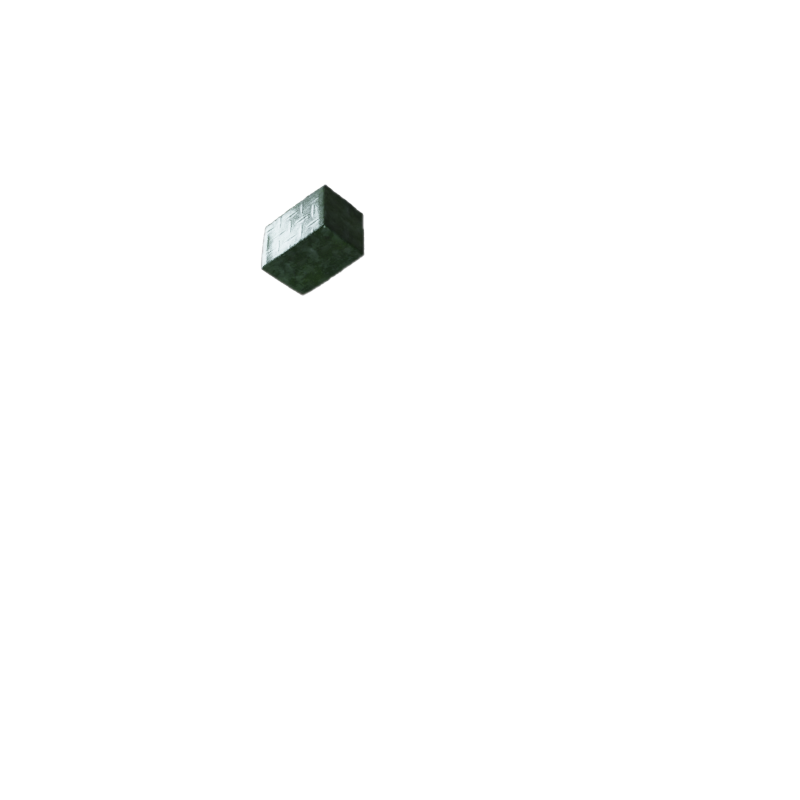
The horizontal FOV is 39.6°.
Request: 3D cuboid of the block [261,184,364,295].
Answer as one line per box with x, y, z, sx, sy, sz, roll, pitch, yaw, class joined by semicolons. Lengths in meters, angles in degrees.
-0.076;-0.138;0.968;0.078;0.055;0.049;-31;-49;29;block
